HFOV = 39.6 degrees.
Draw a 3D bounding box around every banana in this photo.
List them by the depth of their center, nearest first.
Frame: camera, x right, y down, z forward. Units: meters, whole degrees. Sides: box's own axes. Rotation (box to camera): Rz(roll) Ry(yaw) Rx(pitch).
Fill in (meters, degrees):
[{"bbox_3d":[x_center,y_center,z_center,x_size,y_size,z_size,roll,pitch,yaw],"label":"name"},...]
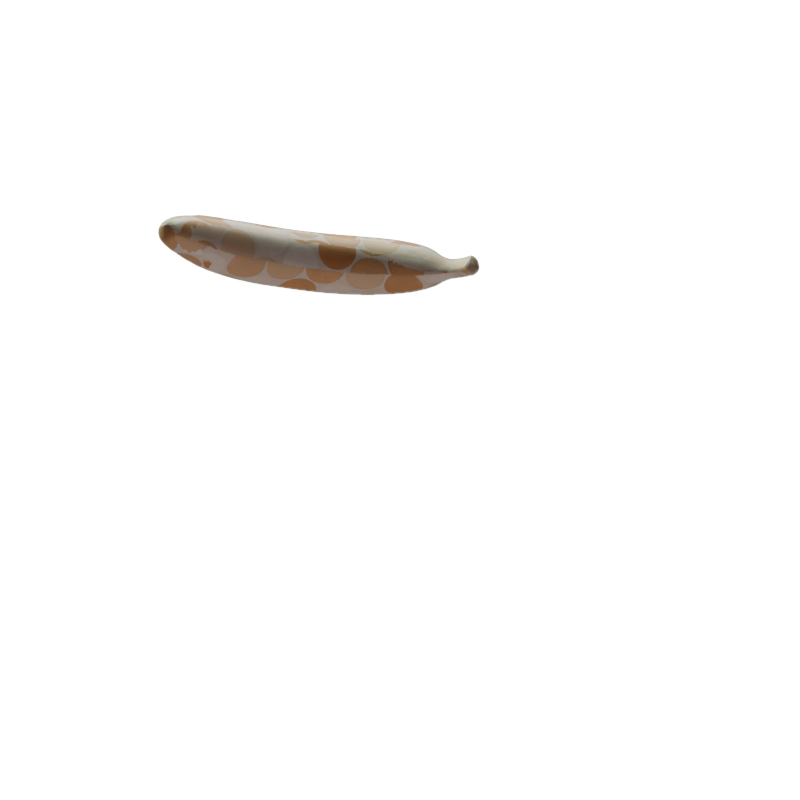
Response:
[{"bbox_3d":[-0.055,-0.092,0.699,0.194,0.038,0.068,3,-18,-12],"label":"banana"}]
